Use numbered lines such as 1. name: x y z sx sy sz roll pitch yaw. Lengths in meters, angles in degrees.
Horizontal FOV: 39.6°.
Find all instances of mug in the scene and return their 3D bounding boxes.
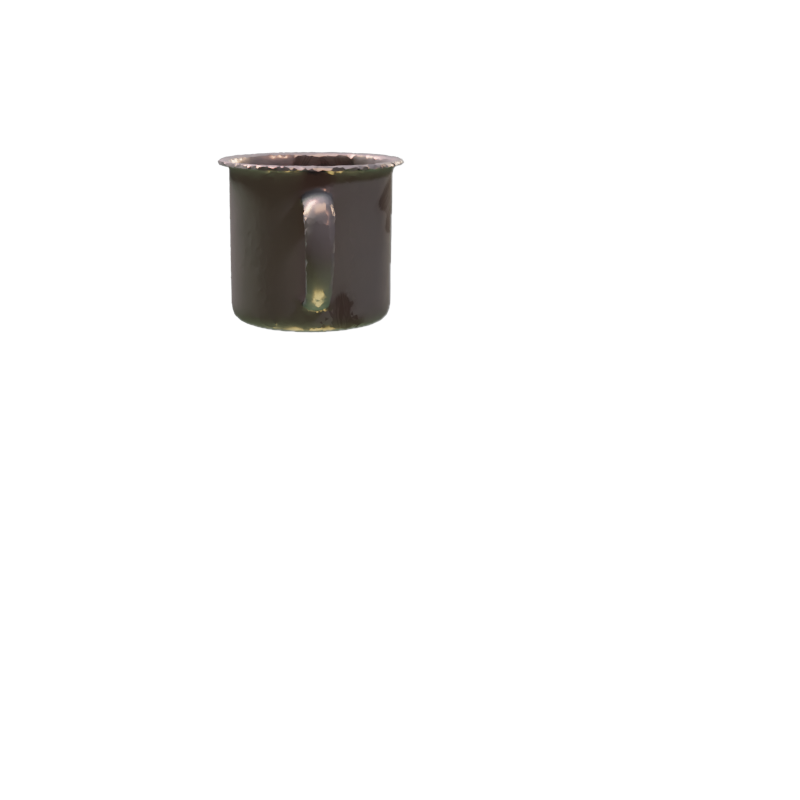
1. mug: -0.043 -0.079 0.552 0.092 0.079 0.122 -2 14 -9
